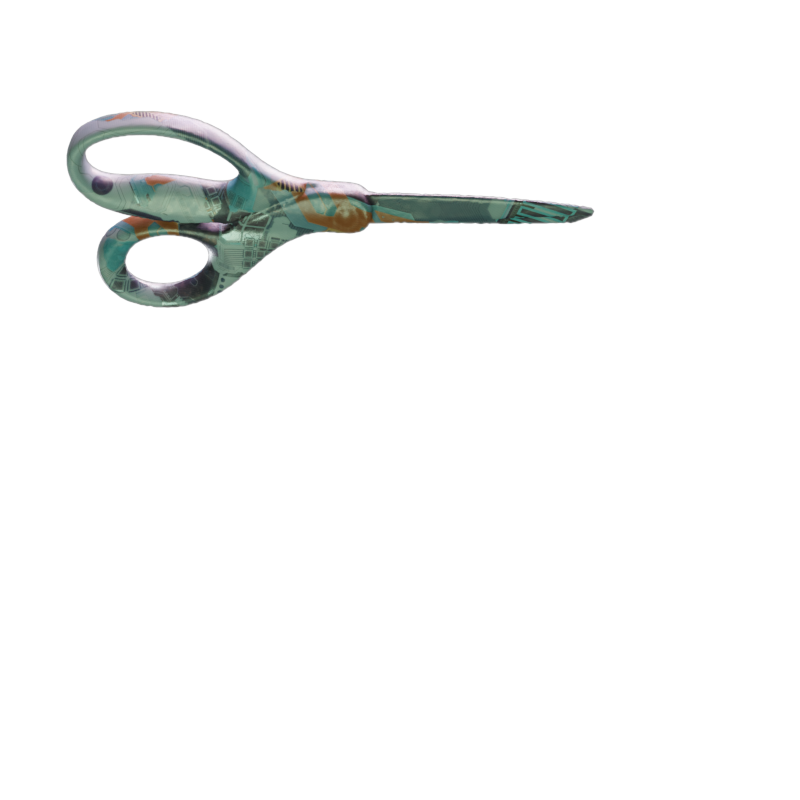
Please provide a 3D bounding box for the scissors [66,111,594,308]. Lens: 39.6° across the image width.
[{"bbox_3d":[-0.035,-0.063,0.442,0.198,0.091,0.017,13,40,-11],"label":"scissors"}]
